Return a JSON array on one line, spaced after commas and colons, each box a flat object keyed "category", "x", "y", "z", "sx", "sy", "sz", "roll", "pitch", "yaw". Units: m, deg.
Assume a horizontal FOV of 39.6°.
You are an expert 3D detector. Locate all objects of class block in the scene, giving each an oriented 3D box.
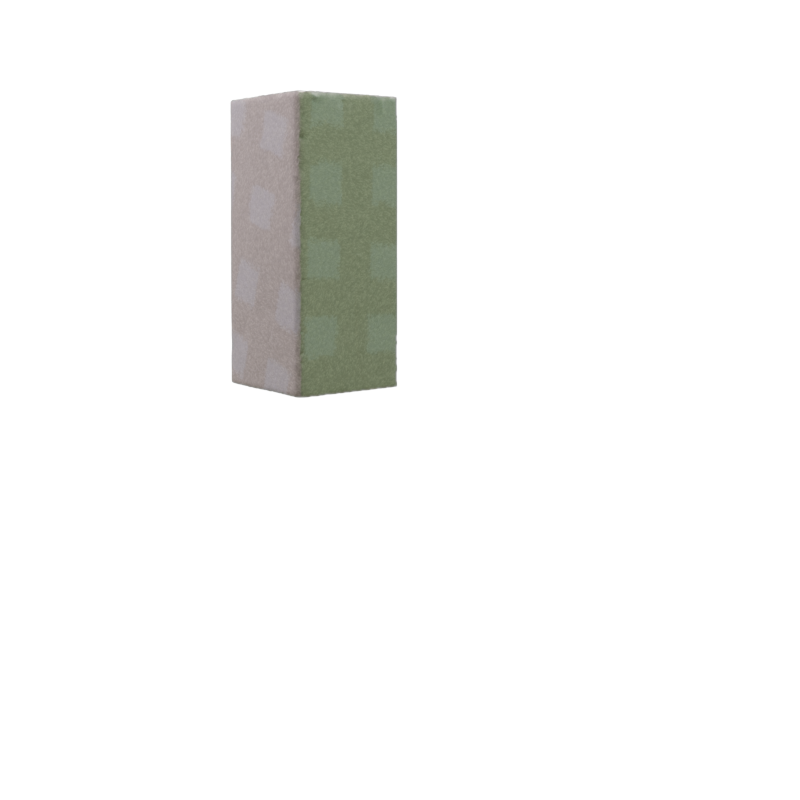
[{"category": "block", "x": -0.062, "y": -0.114, "z": 0.797, "sx": 0.087, "sy": 0.205, "sz": 0.094, "roll": -2, "pitch": 4, "yaw": -38}]
